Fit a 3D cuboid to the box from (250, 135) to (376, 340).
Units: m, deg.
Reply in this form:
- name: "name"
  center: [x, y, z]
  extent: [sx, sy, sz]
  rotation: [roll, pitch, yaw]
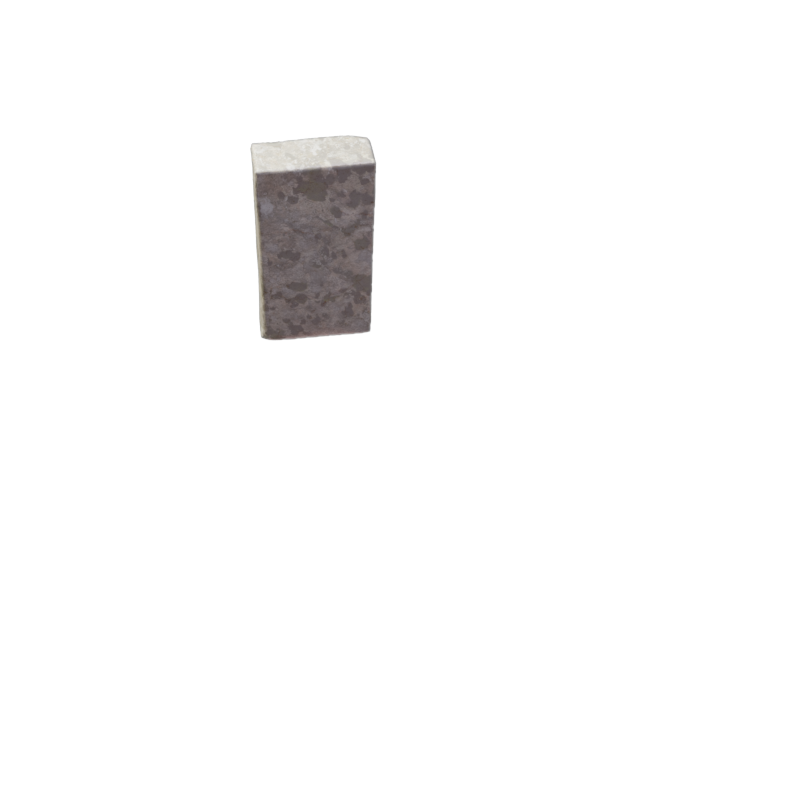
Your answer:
- name: "box"
  center: [-0.069, -0.126, 0.882]
  extent: [0.092, 0.164, 0.052]
  rotation: [-4, 41, -8]
